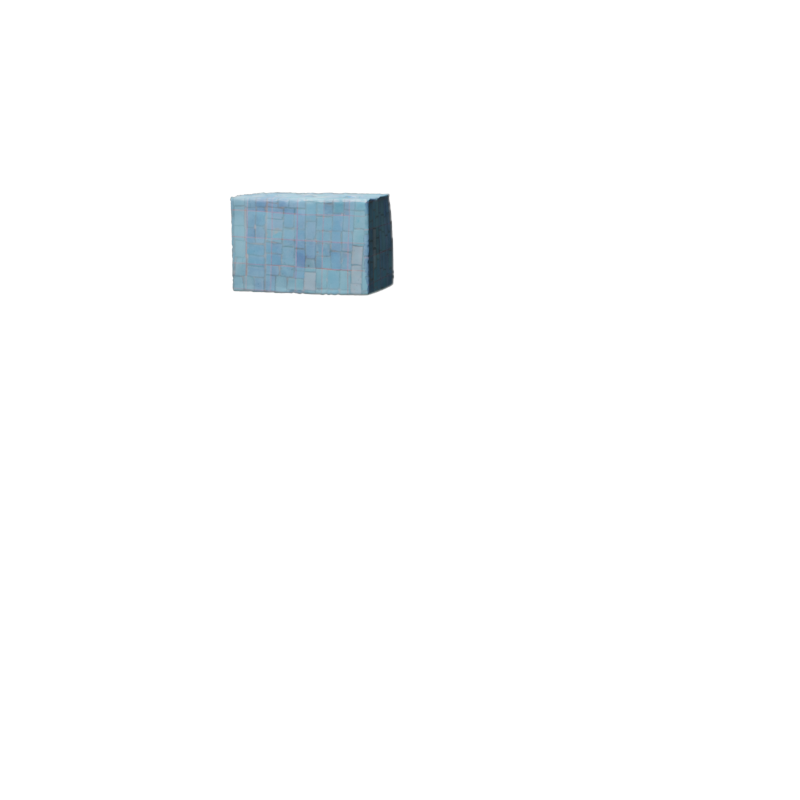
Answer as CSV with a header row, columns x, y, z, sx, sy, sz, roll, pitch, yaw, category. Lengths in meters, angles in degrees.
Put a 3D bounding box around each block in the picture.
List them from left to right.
x,y,z,sx,sy,sz,roll,pitch,yaw,category
-0.047,-0.085,0.598,0.080,0.050,0.052,3,9,15,block
